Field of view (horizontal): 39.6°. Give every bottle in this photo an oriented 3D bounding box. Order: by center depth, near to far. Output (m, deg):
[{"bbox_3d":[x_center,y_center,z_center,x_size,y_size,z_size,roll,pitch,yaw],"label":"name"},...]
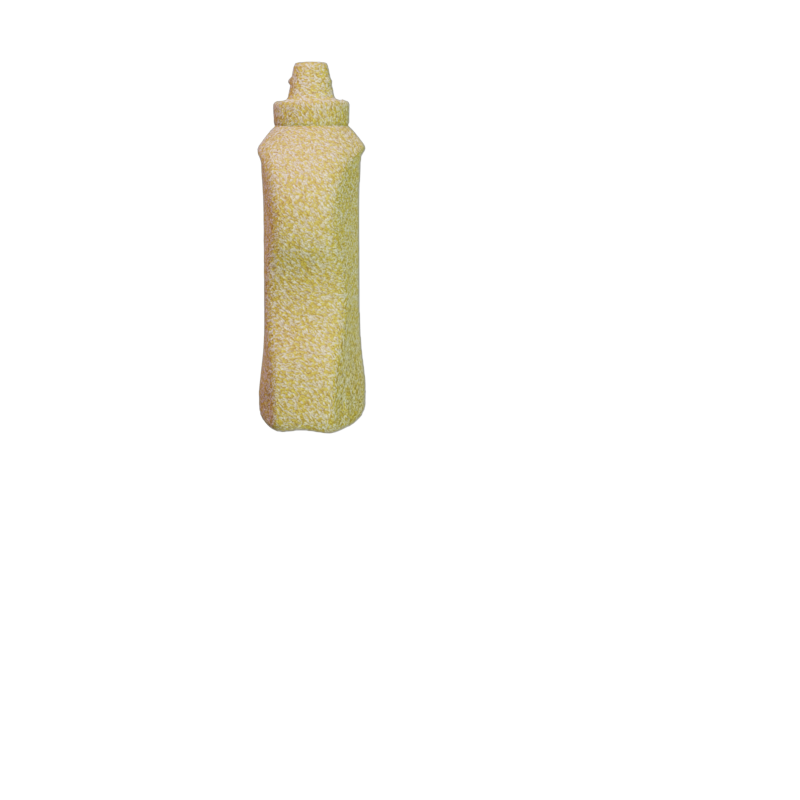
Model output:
[{"bbox_3d":[-0.047,-0.086,0.600,0.059,0.189,0.097,1,7,5],"label":"bottle"}]
